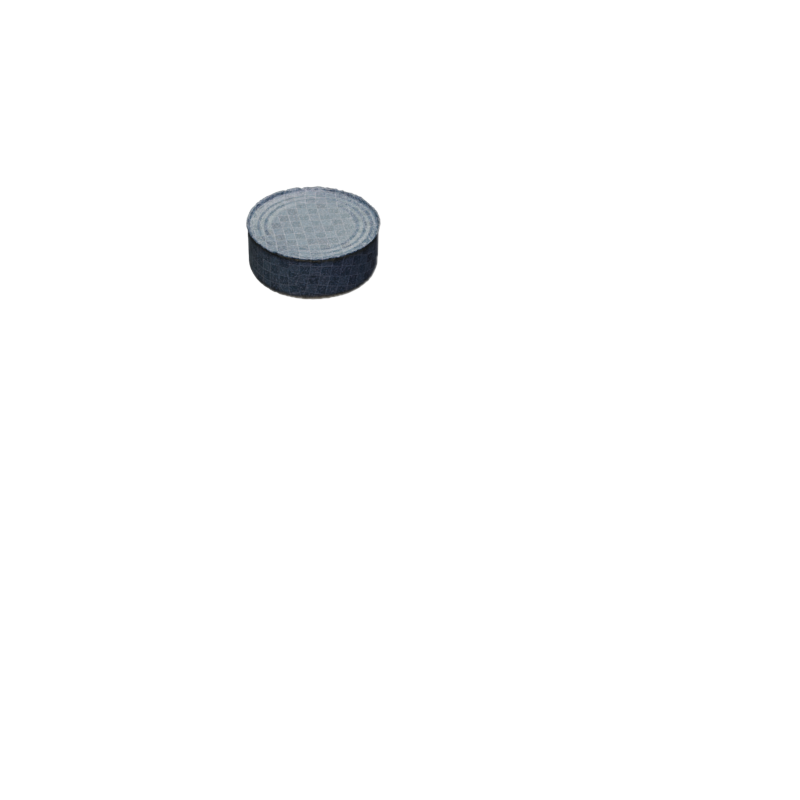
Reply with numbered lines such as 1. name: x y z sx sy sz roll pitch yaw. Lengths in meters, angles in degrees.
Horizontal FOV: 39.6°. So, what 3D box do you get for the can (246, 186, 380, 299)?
1. can: -0.056 -0.102 0.718 0.086 0.031 0.092 -1 39 -2
